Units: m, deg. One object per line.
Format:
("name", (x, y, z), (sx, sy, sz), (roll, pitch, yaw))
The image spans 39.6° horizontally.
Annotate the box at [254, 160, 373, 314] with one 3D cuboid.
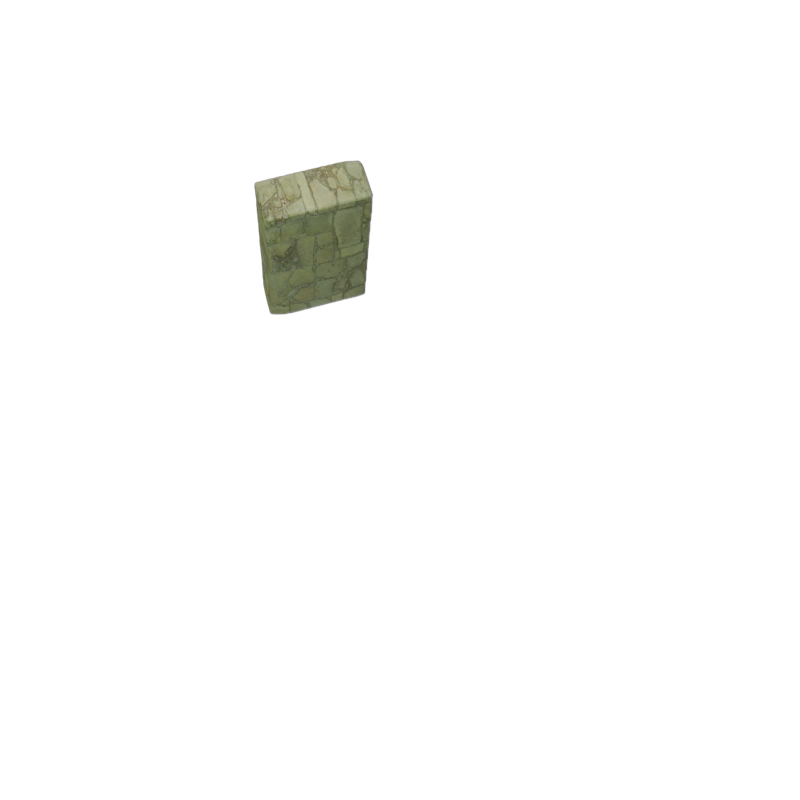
("box", (-0.076, -0.139, 0.969), (0.093, 0.051, 0.166), (-14, -24, -10))
